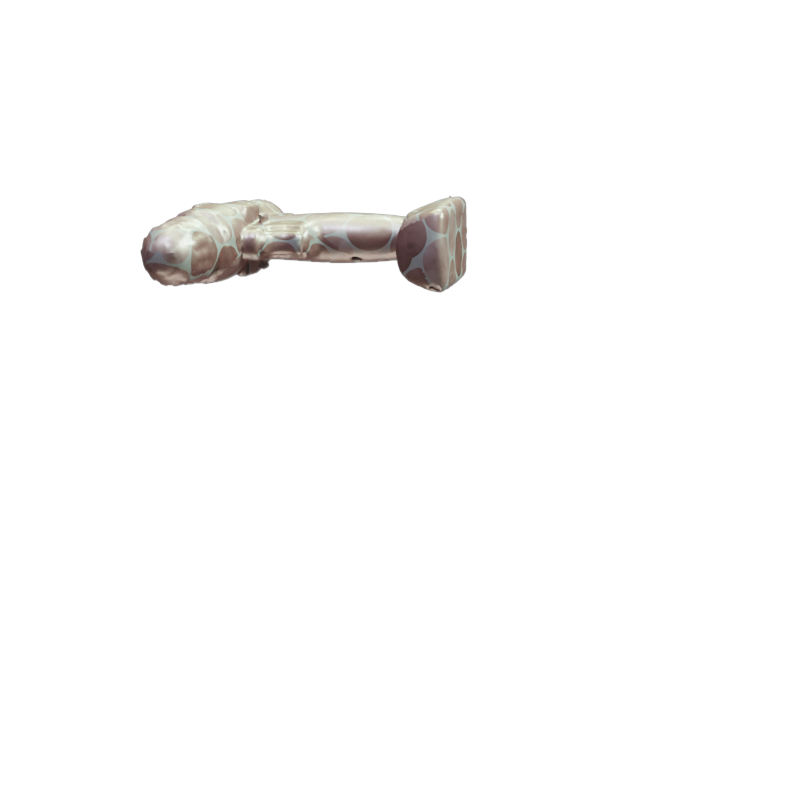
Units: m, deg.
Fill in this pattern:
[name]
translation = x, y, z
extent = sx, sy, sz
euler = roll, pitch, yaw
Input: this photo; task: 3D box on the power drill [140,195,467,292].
[power drill]
translation = -0.057, -0.104, 0.727
extent = 0.192, 0.056, 0.186
euler = 4, 16, 15
